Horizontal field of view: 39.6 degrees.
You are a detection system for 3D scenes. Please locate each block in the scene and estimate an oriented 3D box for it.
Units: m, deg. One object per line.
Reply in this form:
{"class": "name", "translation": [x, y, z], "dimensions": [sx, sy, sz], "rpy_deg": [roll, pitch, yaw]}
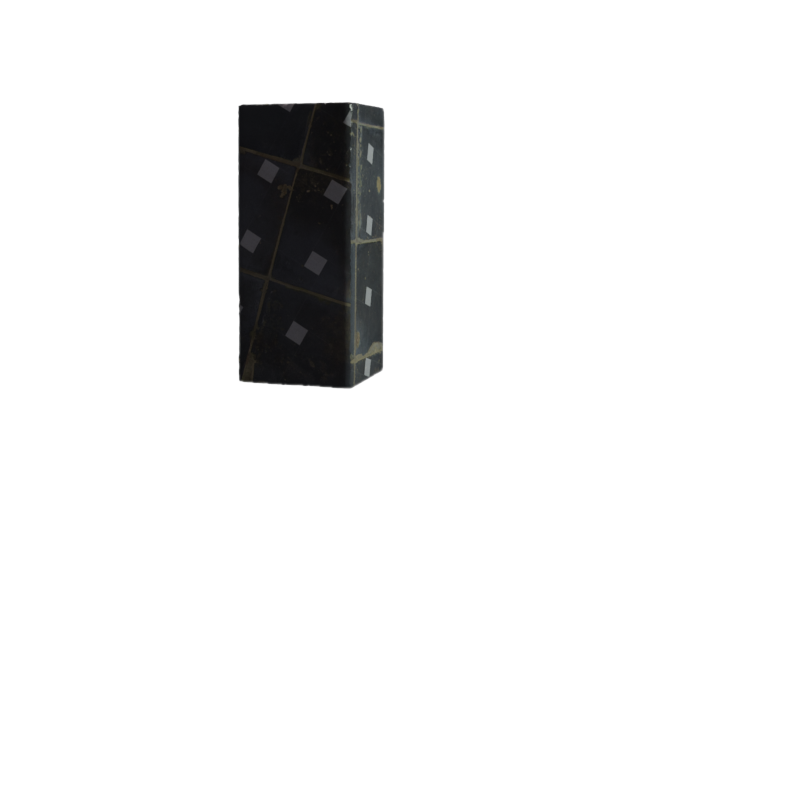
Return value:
{"class": "block", "translation": [-0.066, -0.121, 0.845], "dimensions": [0.092, 0.204, 0.089], "rpy_deg": [2, 5, 18]}
